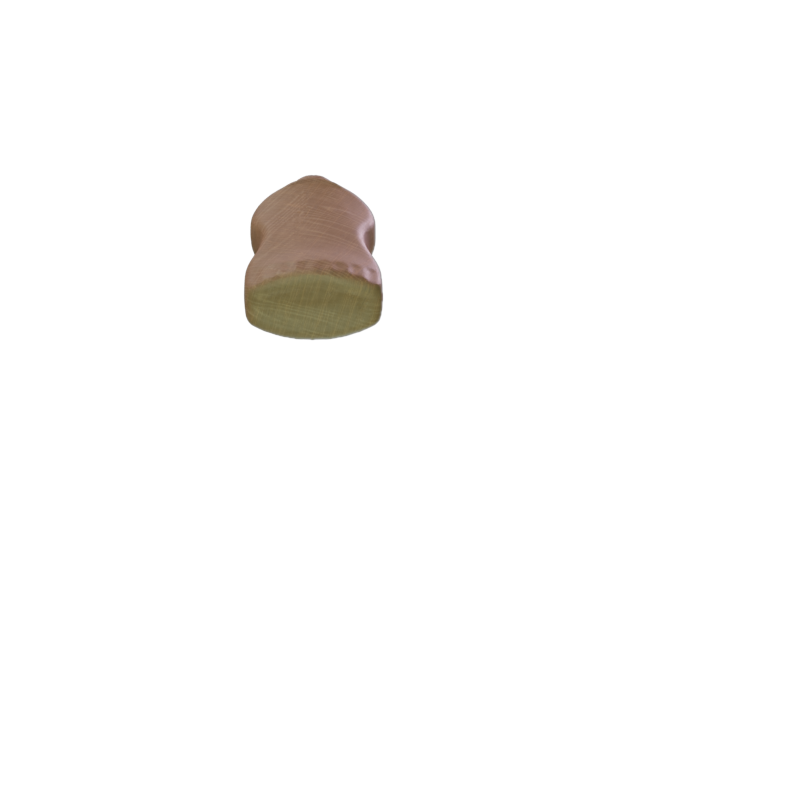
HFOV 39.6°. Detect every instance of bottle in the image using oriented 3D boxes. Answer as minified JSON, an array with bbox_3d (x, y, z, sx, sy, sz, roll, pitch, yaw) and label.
[{"bbox_3d":[-0.066,-0.120,0.839,0.096,0.055,0.204,-3,34,-2],"label":"bottle"}]
